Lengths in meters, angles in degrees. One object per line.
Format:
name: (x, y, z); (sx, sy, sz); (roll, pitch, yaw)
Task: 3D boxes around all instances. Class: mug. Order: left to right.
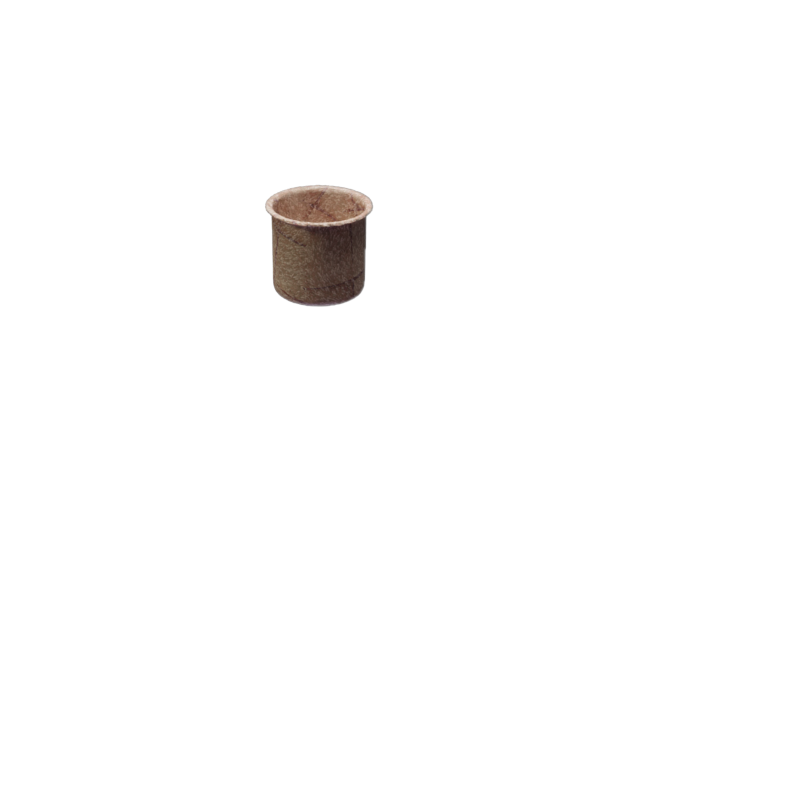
mug: (-0.076, -0.139, 0.976); (0.091, 0.077, 0.126); (-13, 31, -24)
